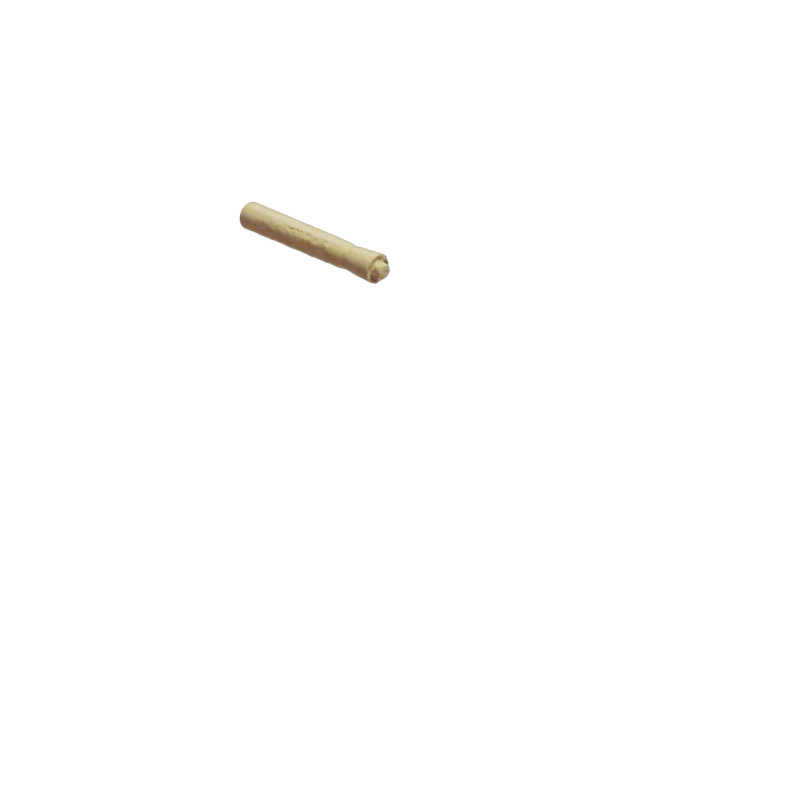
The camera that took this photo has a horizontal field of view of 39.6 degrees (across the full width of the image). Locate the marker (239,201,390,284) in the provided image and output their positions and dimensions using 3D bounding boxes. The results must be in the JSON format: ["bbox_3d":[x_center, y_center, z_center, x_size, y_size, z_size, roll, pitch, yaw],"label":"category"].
[{"bbox_3d":[-0.054,-0.098,0.688,0.129,0.019,0.019,27,21,38],"label":"marker"}]
